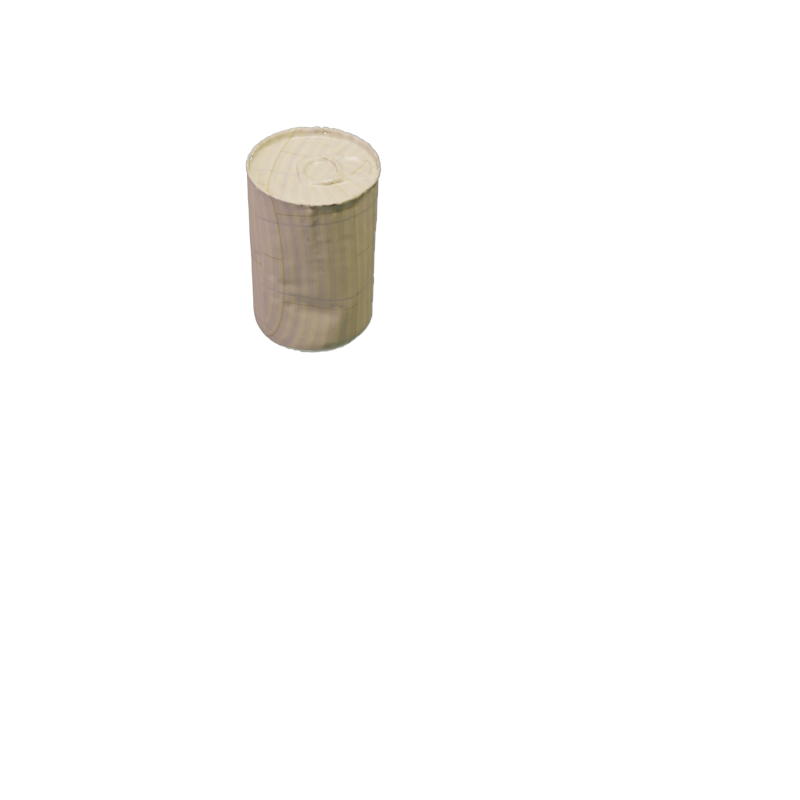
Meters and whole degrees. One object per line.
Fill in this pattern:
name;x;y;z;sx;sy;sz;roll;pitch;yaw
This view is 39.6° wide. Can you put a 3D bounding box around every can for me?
can;-0.046;-0.084;0.587;0.068;0.095;0.074;0;43;-3
